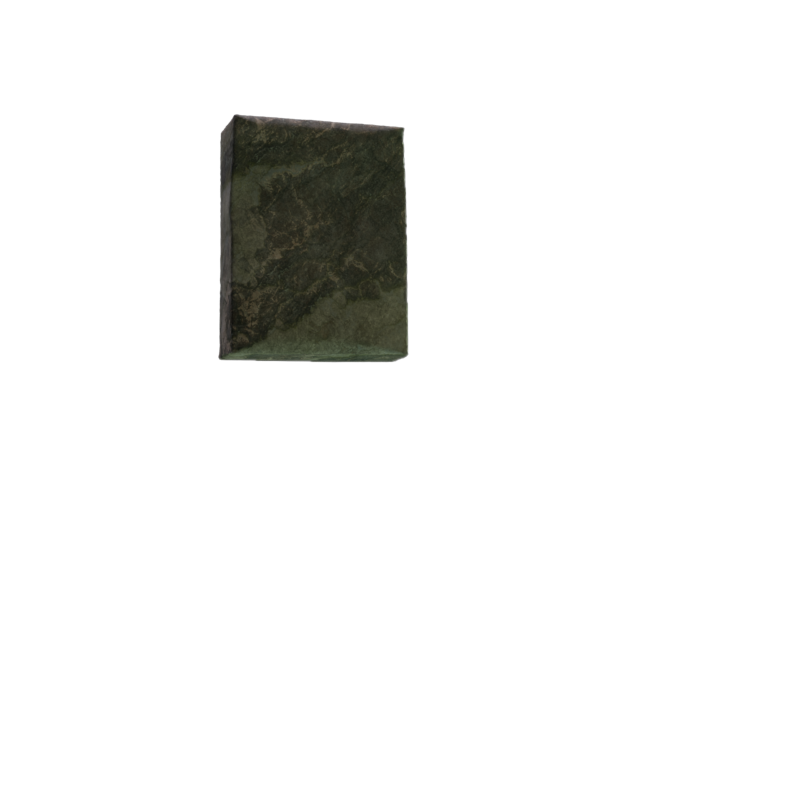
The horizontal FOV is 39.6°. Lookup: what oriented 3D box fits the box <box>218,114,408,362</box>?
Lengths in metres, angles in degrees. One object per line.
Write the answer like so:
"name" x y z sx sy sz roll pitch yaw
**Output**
"box" -0.078 -0.143 0.999 0.161 0.219 0.072 2 -9 -16
